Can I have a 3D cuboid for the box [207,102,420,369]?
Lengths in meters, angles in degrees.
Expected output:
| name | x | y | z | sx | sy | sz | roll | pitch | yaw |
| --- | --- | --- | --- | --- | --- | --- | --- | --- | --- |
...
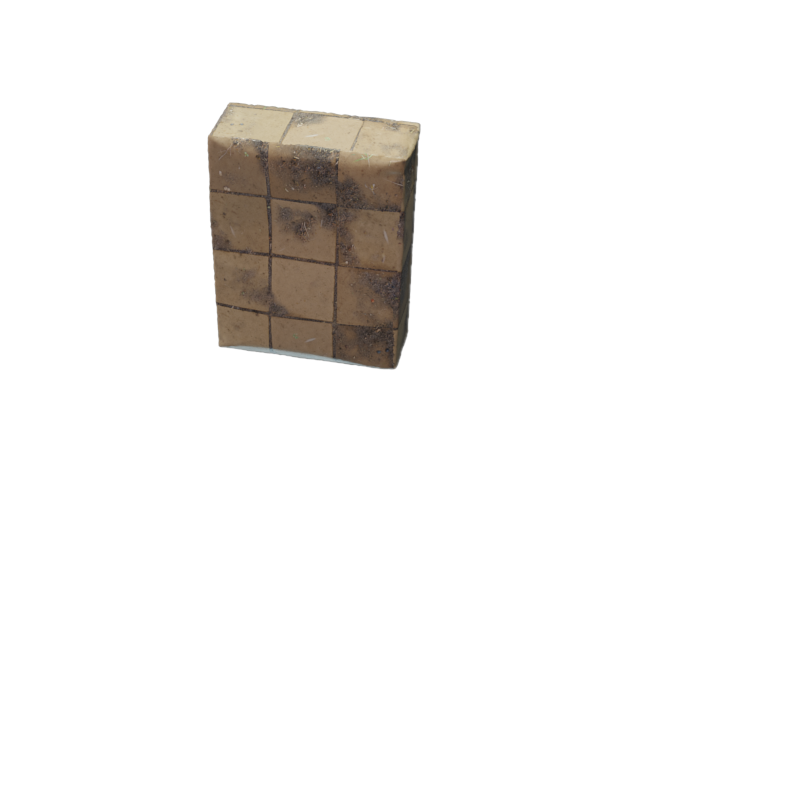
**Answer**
| name | x | y | z | sx | sy | sz | roll | pitch | yaw |
| --- | --- | --- | --- | --- | --- | --- | --- | --- | --- |
| box | -0.073 | -0.134 | 0.936 | 0.167 | 0.200 | 0.075 | 9 | 37 | 9 |
